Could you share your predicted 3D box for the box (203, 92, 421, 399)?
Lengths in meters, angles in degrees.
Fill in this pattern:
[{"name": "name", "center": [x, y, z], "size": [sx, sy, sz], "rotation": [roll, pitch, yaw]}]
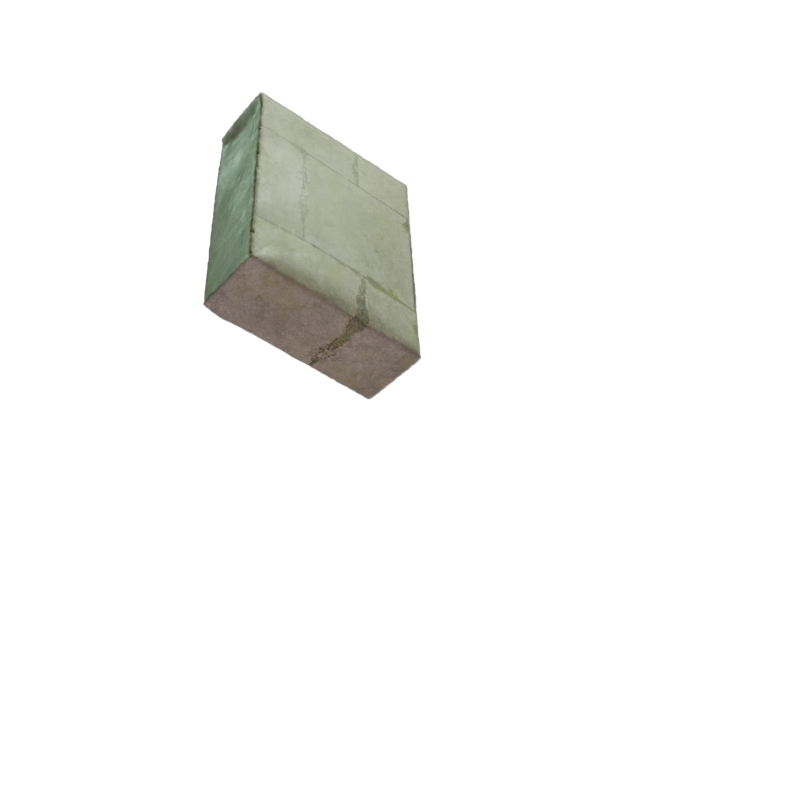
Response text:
[{"name": "box", "center": [-0.070, -0.128, 0.894], "size": [0.155, 0.230, 0.070], "rotation": [28, -54, -27]}]
